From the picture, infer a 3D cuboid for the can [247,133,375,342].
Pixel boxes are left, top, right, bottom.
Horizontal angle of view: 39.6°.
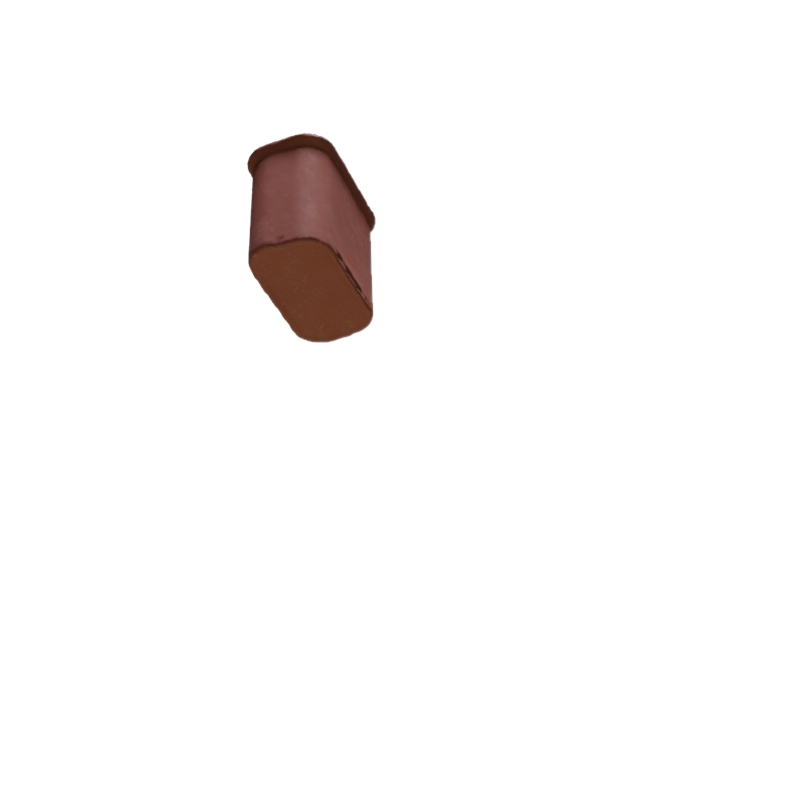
[{"bbox_3d":[-0.053,-0.097,0.678,0.058,0.090,0.094,-15,-39,16],"label":"can"}]
